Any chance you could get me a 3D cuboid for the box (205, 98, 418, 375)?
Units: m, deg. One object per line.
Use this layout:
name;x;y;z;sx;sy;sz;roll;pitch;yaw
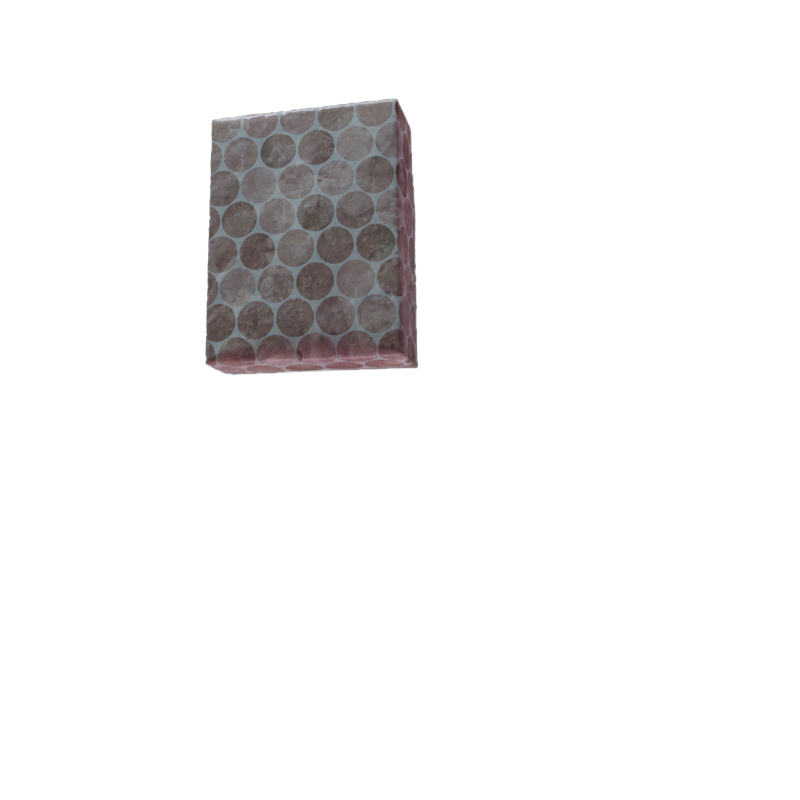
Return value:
box;-0.072;-0.131;0.919;0.167;0.222;0.068;-4;-16;14
